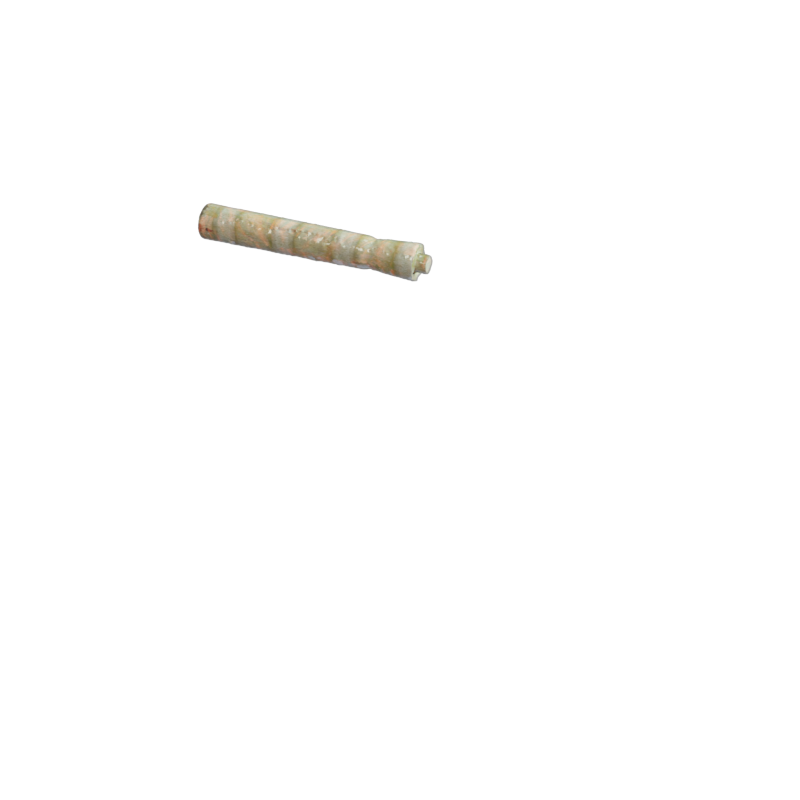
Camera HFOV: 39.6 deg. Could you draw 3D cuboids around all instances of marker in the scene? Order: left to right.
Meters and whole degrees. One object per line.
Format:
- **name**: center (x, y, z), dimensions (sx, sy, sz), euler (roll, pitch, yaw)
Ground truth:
- **marker**: center (-0.043, -0.078, 0.548), dimensions (0.125, 0.019, 0.019), euler (14, 8, 21)
